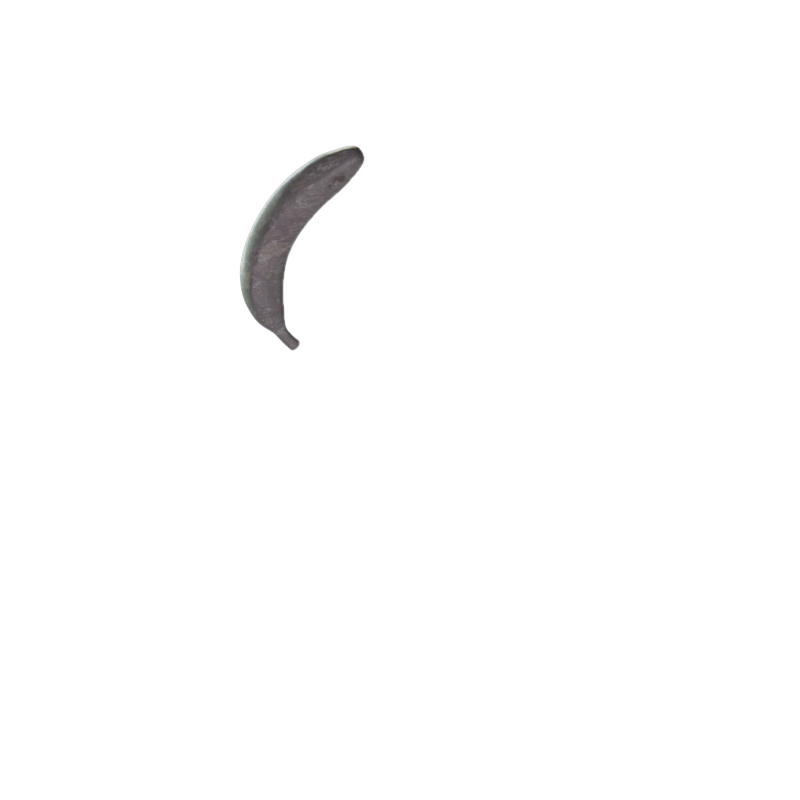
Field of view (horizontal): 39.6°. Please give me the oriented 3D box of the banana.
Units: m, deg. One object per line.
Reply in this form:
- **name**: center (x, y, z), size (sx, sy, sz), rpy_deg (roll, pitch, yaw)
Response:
- **banana**: center (-0.090, -0.131, 0.912), size (0.068, 0.189, 0.039), rpy_deg (15, 33, -12)
